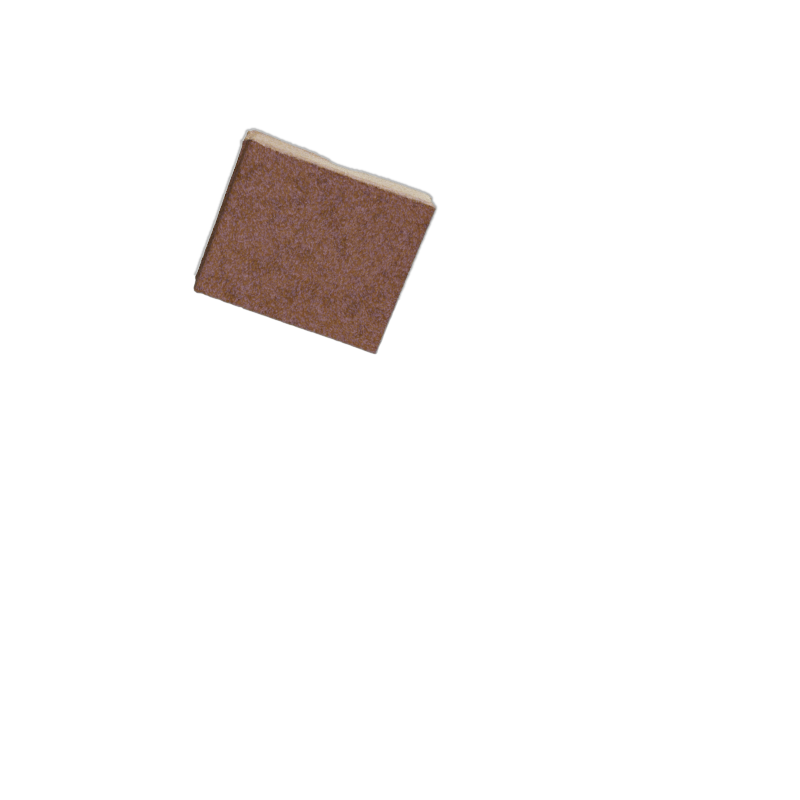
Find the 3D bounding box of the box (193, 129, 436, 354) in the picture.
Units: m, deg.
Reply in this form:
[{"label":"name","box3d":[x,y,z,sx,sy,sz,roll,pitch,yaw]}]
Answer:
[{"label":"box","box3d":[-0.039,-0.070,0.493,0.088,0.071,0.031,20,15,-6]}]
